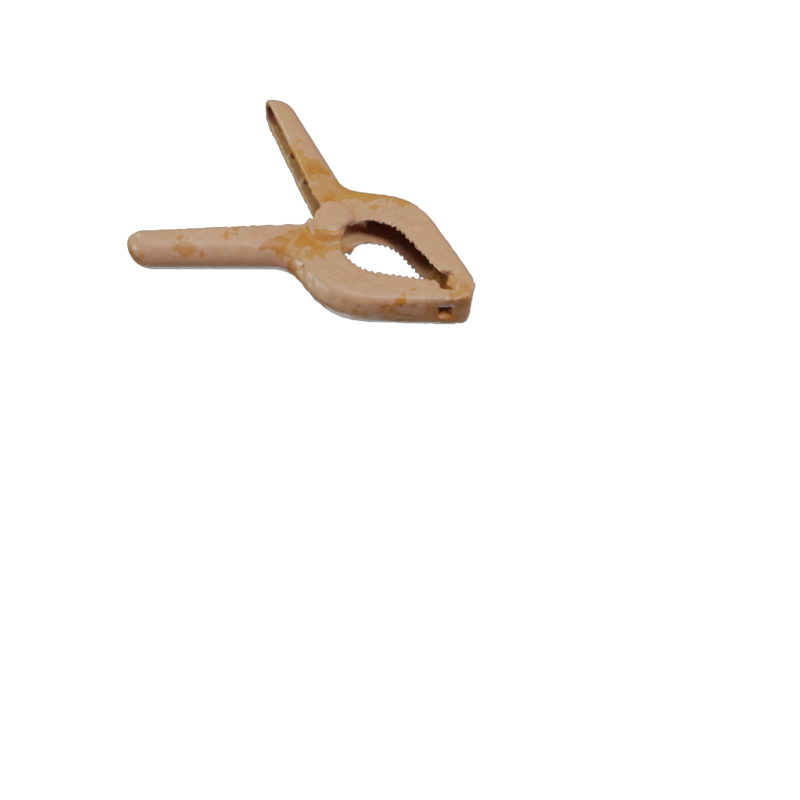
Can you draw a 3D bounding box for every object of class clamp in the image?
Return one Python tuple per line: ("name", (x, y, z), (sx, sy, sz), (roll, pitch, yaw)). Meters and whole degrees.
("clamp", (-0.055, -0.100, 0.697), (0.221, 0.167, 0.034), (33, -30, 22))
